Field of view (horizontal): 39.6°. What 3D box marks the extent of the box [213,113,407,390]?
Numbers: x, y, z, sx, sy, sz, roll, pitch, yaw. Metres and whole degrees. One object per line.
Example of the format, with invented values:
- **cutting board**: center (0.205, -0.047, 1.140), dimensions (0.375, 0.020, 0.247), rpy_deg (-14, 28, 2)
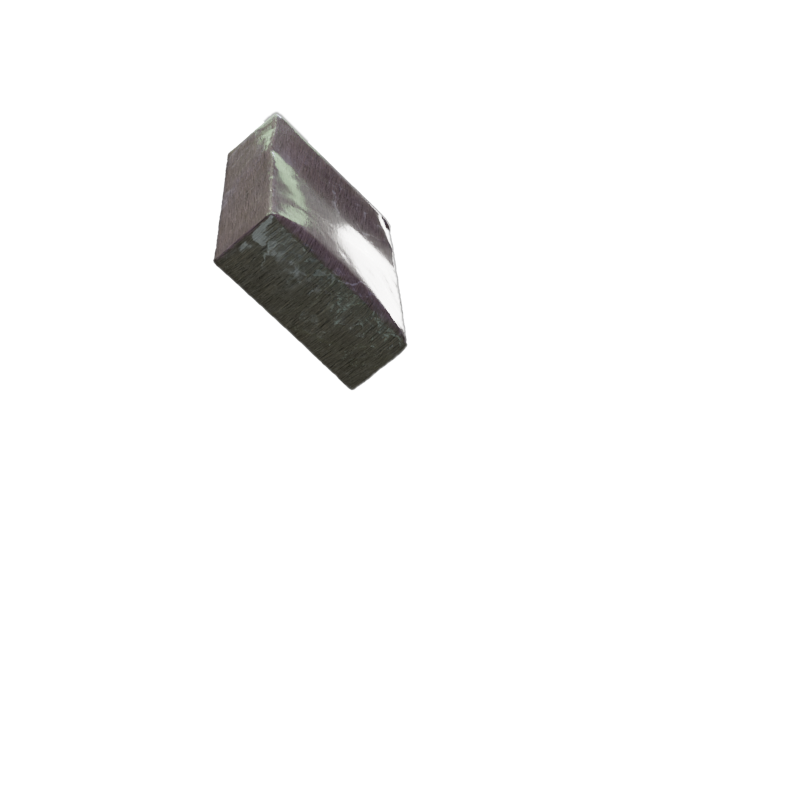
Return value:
- **box**: center (-0.074, -0.135, 0.947), dimensions (0.071, 0.155, 0.228), rpy_deg (-38, 27, 20)
